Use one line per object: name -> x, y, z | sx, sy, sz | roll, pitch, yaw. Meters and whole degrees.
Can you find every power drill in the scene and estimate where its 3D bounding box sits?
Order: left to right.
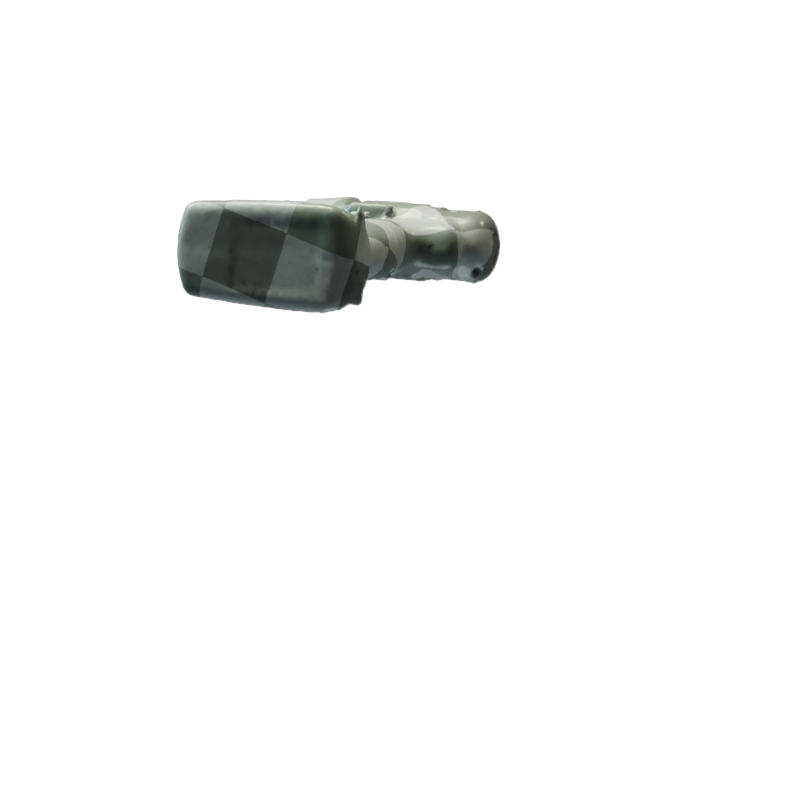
power drill -> -0.052, -0.095, 0.664 | 0.191, 0.056, 0.185 | 6, 13, 24
